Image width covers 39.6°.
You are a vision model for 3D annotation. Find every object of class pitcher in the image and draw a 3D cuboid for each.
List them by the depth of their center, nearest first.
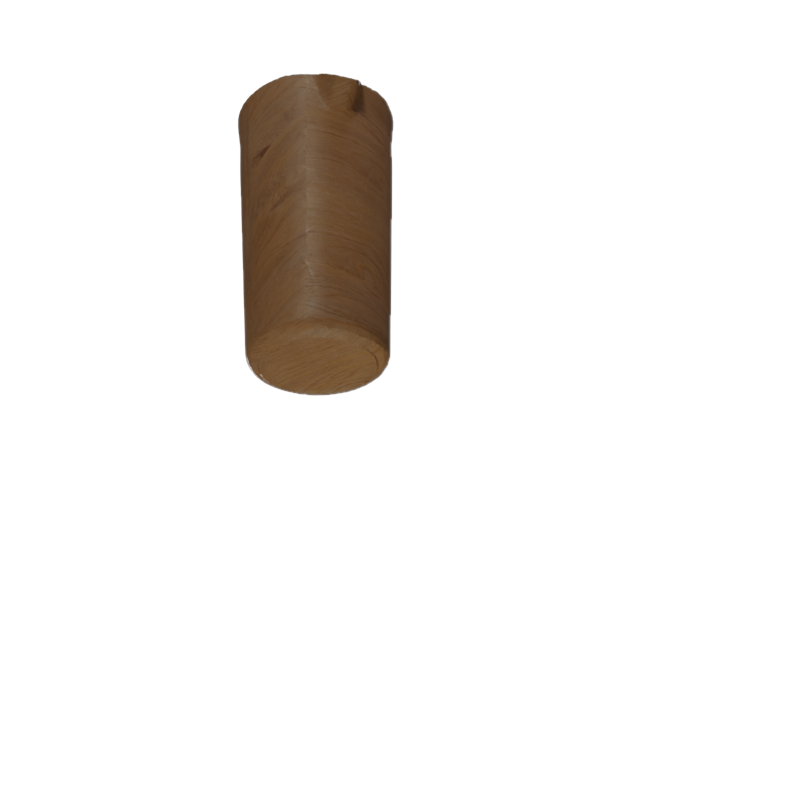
[{"bbox_3d":[-0.070,-0.127,0.892,0.147,0.259,0.138,-15,-34,19],"label":"pitcher"}]
